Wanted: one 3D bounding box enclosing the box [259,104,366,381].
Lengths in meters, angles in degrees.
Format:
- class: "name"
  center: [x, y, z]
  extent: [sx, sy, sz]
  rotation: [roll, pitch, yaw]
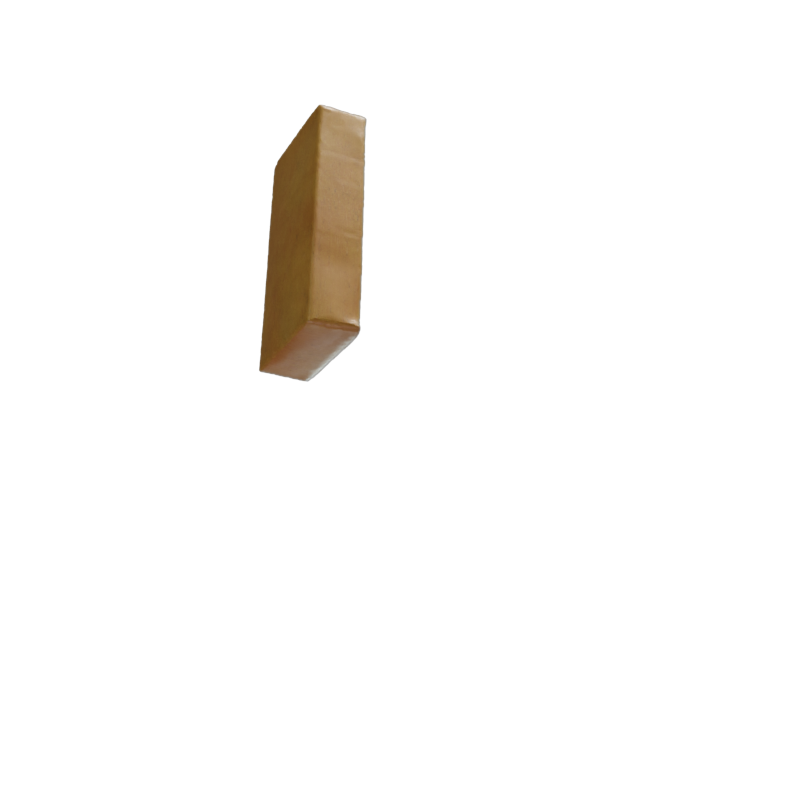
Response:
- class: "box"
  center: [-0.062, -0.113, 0.793]
  extent: [0.046, 0.187, 0.091]
  rotation: [12, -31, -24]
